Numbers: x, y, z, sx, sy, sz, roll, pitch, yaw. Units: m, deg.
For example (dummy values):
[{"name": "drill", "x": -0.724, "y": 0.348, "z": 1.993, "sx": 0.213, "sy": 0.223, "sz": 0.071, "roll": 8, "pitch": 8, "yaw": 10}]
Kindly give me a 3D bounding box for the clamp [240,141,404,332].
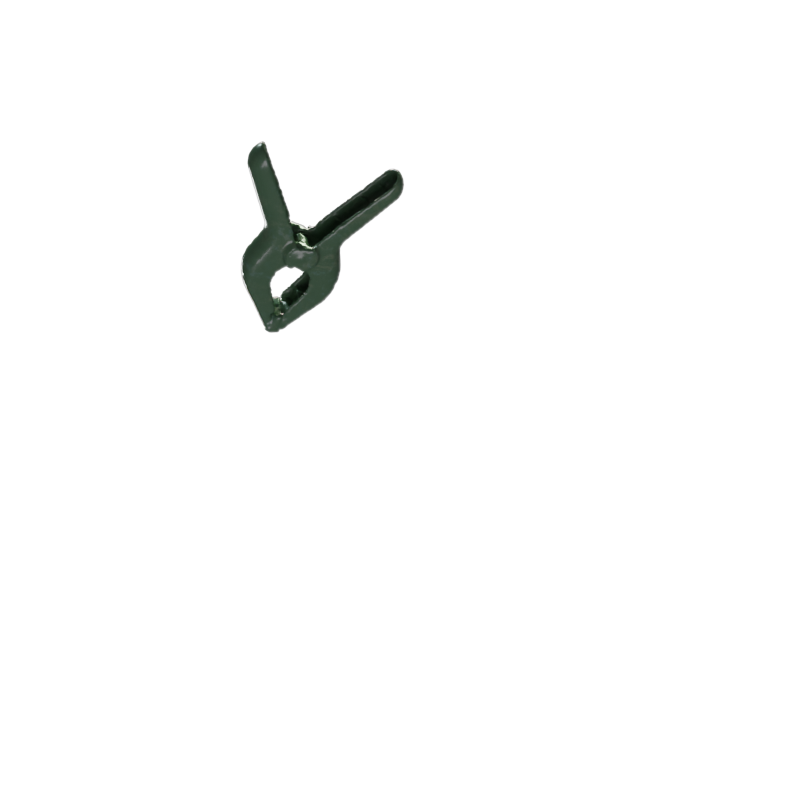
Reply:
[{"name": "clamp", "x": -0.068, "y": -0.124, "z": 0.867, "sx": 0.119, "sy": 0.162, "sz": 0.042, "roll": 8, "pitch": 42, "yaw": -8}]
